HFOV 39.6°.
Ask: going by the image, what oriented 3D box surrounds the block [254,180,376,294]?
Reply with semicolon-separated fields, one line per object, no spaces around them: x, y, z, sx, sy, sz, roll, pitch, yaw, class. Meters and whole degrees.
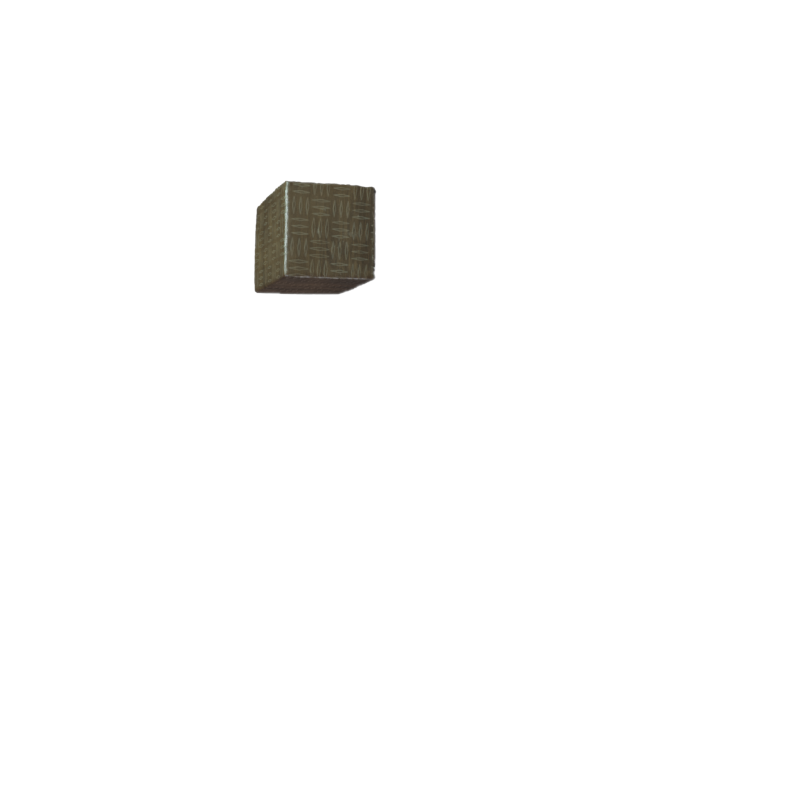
-0.049;-0.089;0.623;0.051;0.052;0.078;2;-4;-18;block
